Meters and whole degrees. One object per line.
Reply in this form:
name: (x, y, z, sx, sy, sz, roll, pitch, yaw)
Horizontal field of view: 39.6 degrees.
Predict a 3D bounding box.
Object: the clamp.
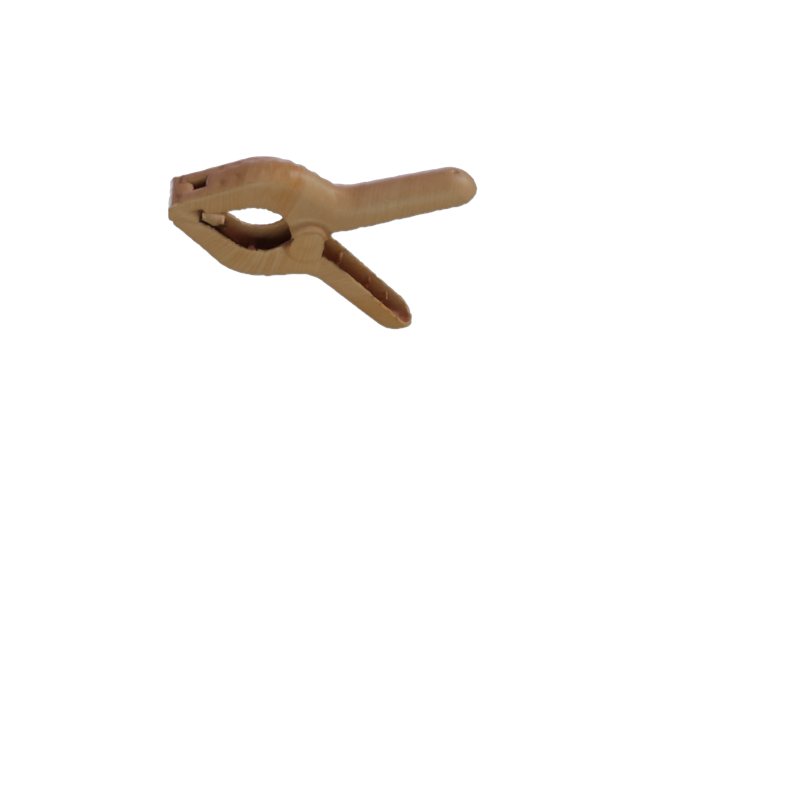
clamp: (-0.051, -0.092, 0.647, 0.170, 0.113, 0.042, 7, 37, -5)
